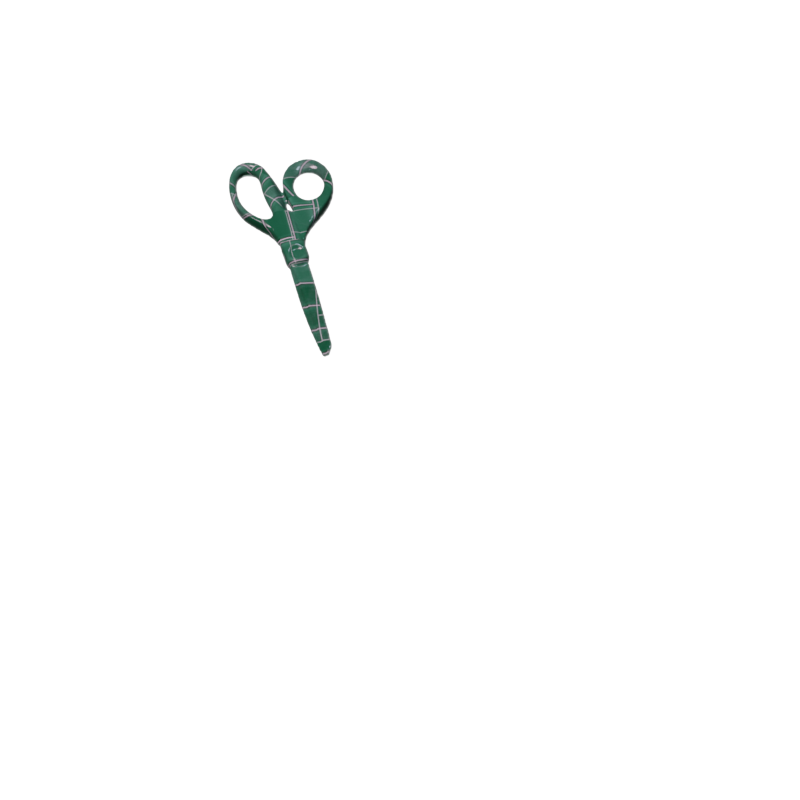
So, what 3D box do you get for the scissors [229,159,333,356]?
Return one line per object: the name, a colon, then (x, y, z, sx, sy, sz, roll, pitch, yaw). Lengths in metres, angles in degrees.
scissors: (-0.071, -0.129, 0.904, 0.096, 0.217, 0.015, -26, -32, -17)
